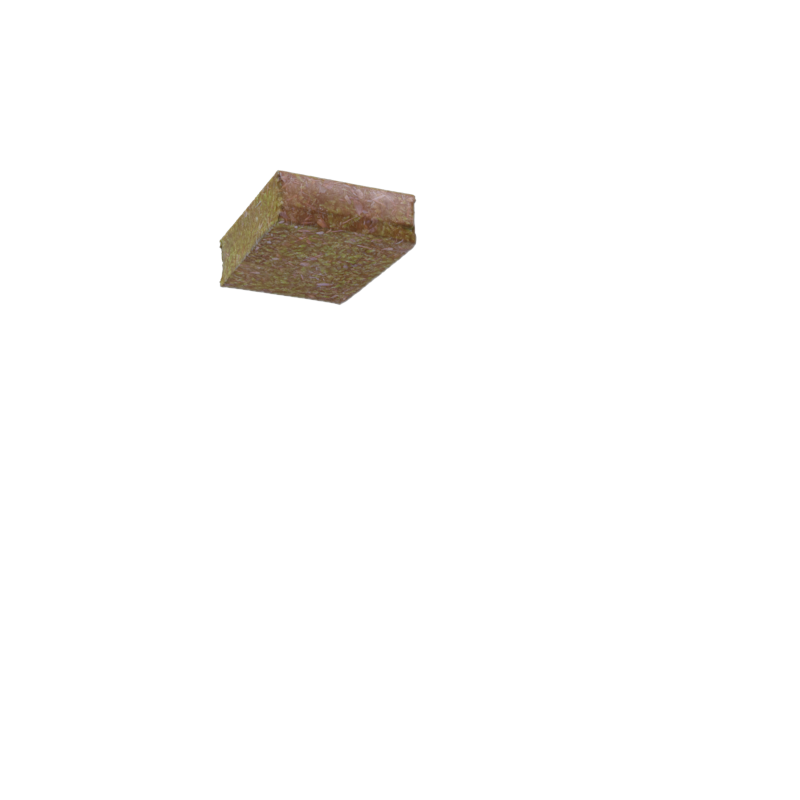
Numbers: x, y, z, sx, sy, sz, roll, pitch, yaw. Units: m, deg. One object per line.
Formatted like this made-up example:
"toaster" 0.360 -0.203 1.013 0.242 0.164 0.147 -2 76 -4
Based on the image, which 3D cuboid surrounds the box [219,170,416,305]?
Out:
"box" -0.054 -0.098 0.689 0.087 0.041 0.112 9 -21 -24
